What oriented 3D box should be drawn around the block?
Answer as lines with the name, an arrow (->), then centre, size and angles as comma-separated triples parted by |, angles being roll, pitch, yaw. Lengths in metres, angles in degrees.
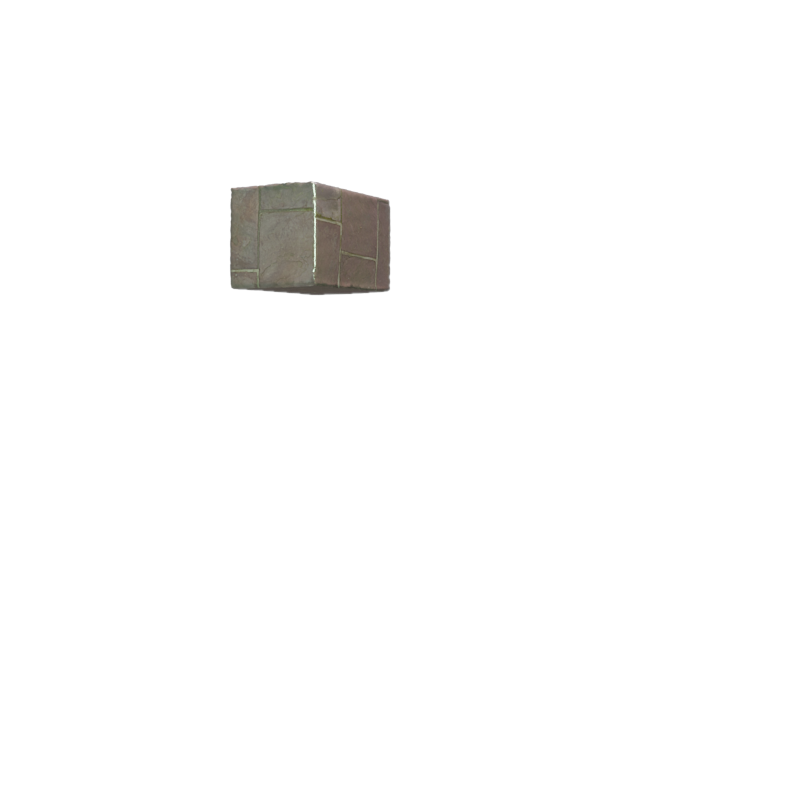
block -> -0.045, -0.082, 0.574 | 0.054, 0.052, 0.075 | -1, -1, 29
